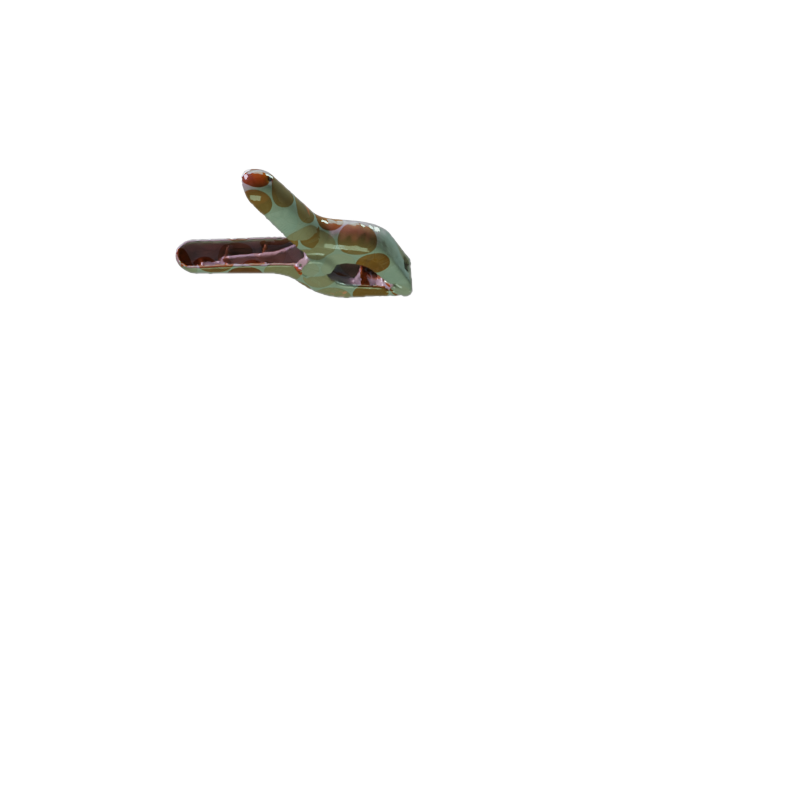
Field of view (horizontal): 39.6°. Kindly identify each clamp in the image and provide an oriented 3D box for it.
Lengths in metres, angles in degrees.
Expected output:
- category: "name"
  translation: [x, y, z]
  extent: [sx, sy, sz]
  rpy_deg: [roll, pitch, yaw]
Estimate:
- category: "clamp"
  translation: [-0.061, -0.111, 0.775]
  extent: [0.166, 0.041, 0.118]
  rpy_deg: [7, -21, -21]
